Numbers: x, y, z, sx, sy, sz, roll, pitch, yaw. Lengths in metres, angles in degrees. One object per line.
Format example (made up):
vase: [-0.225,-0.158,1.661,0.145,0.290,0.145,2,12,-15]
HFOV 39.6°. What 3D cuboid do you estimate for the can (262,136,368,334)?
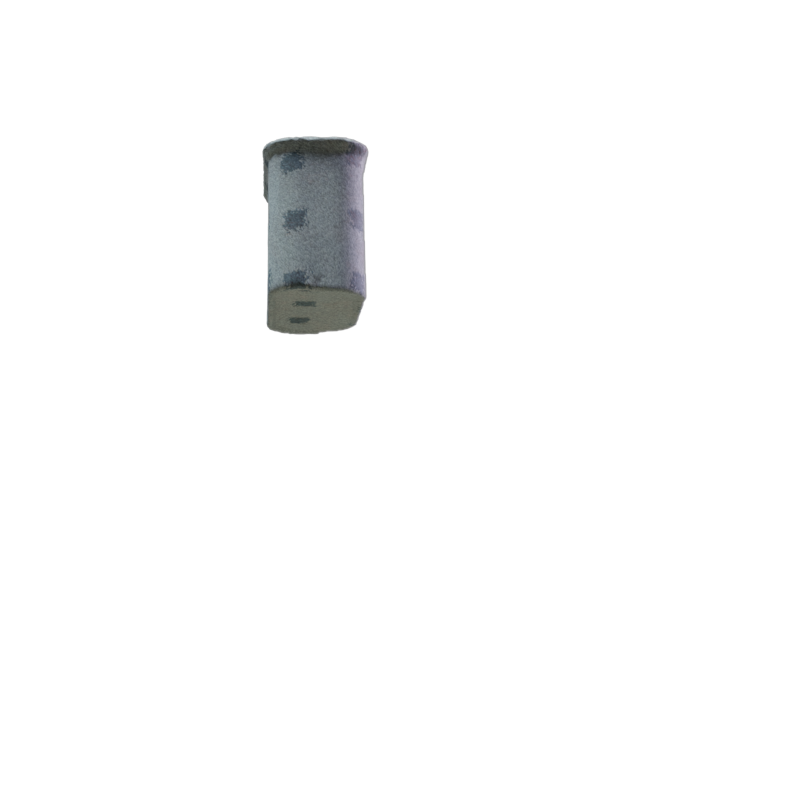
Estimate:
can: [-0.048,-0.088,0.615,0.057,0.087,0.099,1,-14,-6]
